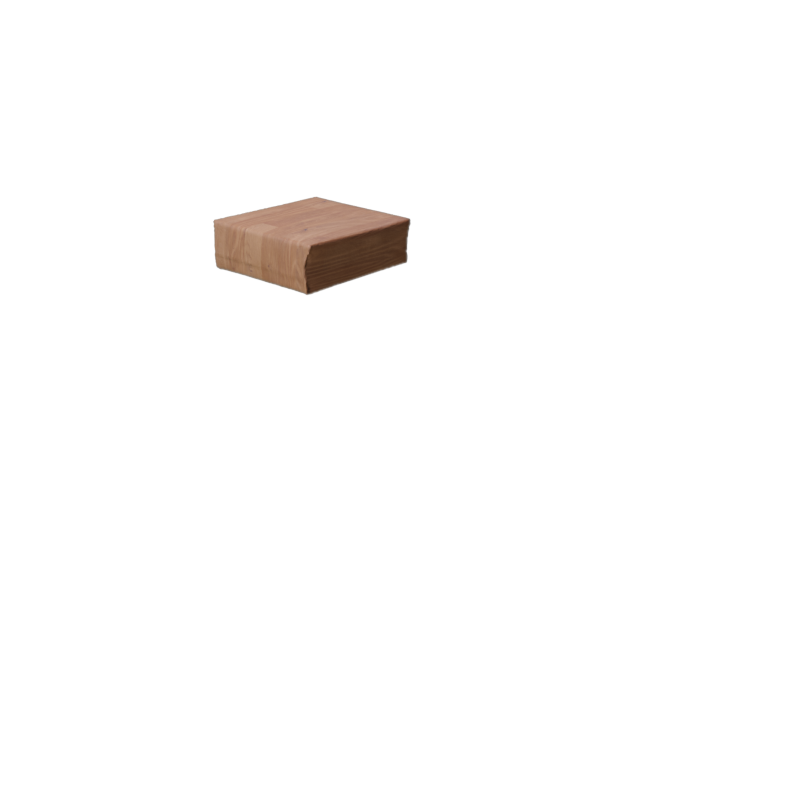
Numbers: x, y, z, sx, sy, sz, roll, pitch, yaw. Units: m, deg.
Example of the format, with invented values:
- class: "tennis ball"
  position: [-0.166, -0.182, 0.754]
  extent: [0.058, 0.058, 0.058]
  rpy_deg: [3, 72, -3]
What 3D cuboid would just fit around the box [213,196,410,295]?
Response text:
- class: "box"
  position: [-0.061, -0.111, 0.778]
  extent: [0.095, 0.037, 0.112]
  rpy_deg: [17, 28, 35]
